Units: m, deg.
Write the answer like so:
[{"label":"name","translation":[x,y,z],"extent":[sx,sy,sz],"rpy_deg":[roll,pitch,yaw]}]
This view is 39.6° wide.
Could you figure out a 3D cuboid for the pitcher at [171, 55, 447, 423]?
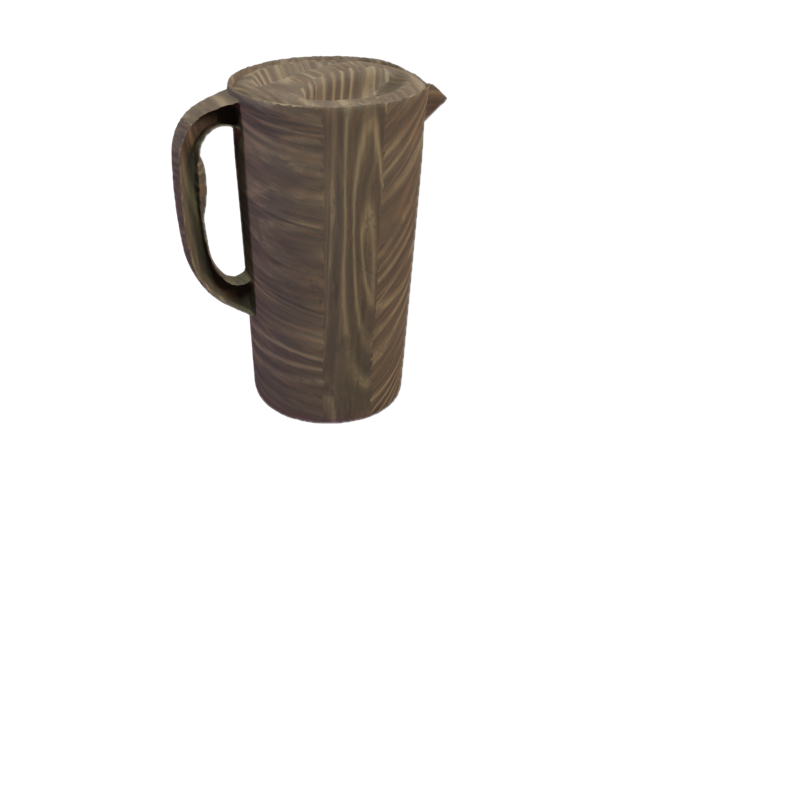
[{"label":"pitcher","translation":[-0.060,-0.110,0.768],"extent":[0.154,0.231,0.148],"rpy_deg":[11,27,20]}]
